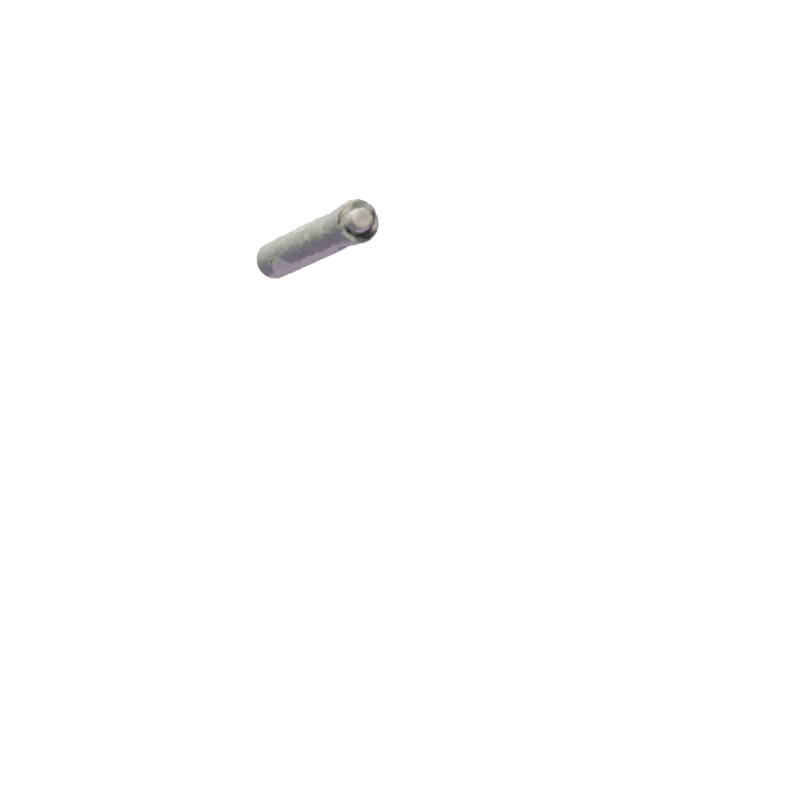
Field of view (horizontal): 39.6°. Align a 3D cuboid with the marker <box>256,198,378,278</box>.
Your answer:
[{"bbox_3d":[-0.040,-0.073,0.509,0.019,0.020,0.123,-1,-1,-24],"label":"marker"}]
